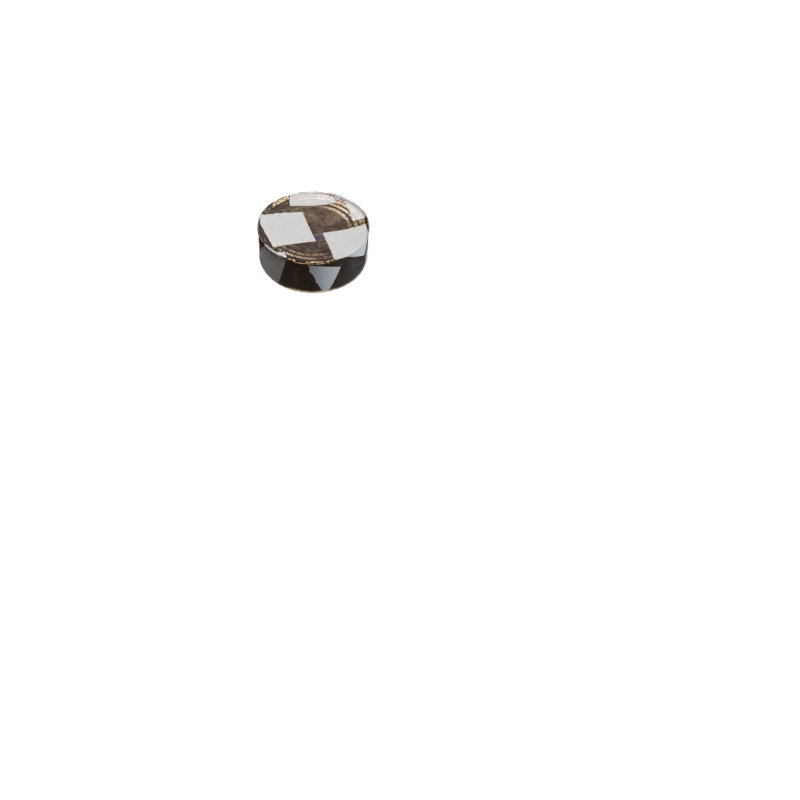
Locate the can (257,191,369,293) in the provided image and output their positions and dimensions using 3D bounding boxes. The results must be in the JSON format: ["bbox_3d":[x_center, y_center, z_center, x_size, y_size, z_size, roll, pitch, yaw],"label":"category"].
[{"bbox_3d":[-0.067,-0.122,0.855,0.086,0.031,0.092,-1,44,-1],"label":"can"}]
